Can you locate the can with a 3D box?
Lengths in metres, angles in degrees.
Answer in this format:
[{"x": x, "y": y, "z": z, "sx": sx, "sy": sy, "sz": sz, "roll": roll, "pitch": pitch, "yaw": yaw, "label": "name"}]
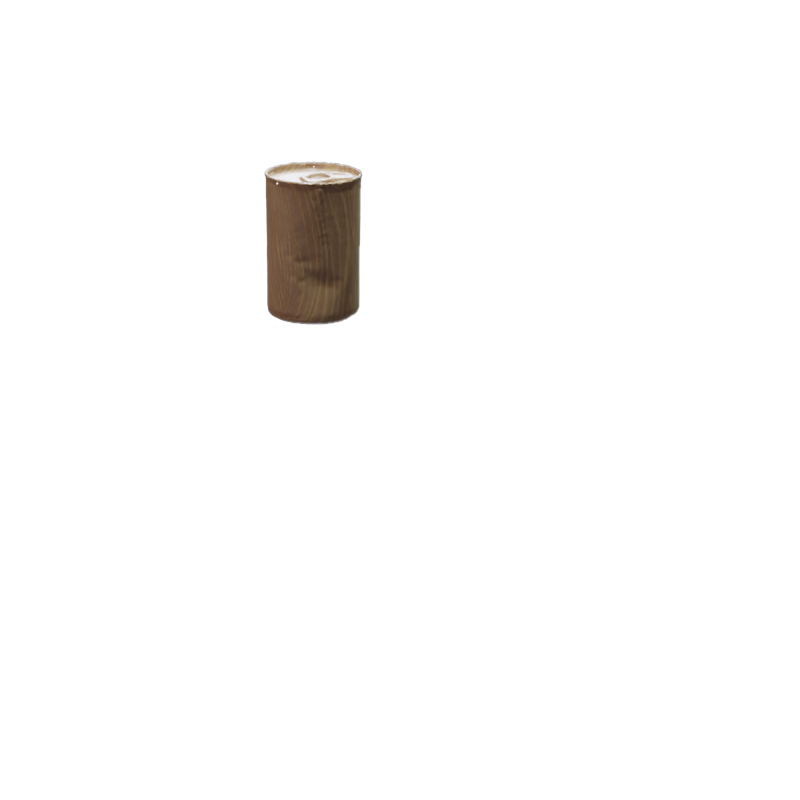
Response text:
[{"x": -0.061, "y": -0.112, "z": 0.785, "sx": 0.068, "sy": 0.098, "sz": 0.072, "roll": 0, "pitch": 19, "yaw": -2, "label": "can"}]
